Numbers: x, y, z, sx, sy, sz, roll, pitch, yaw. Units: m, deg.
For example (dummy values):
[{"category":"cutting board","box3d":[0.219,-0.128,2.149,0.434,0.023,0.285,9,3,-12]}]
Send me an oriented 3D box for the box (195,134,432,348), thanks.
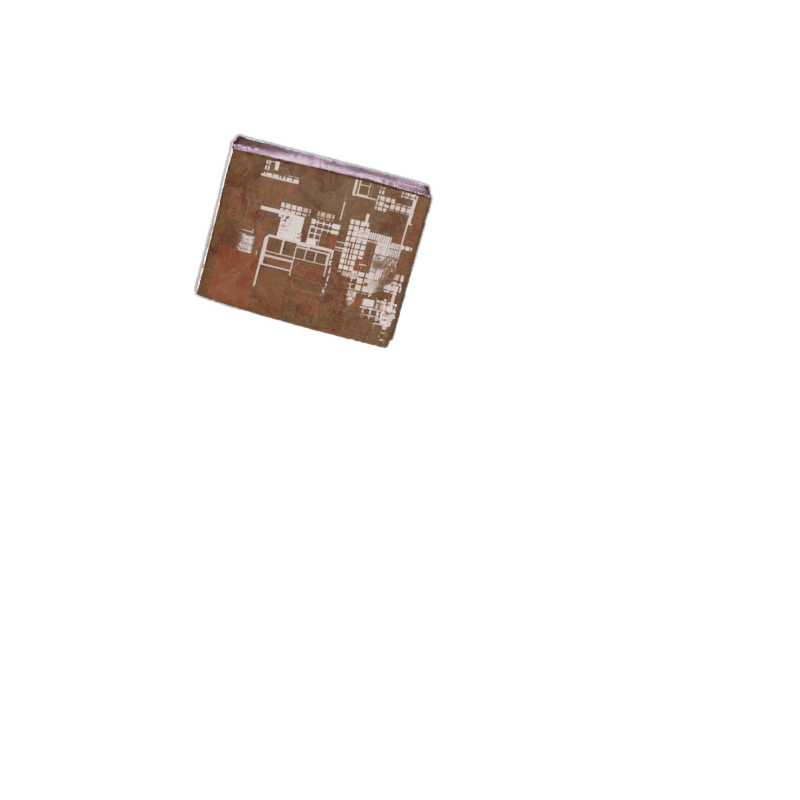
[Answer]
[{"category":"box","box3d":[-0.048,-0.087,0.610,0.113,0.087,0.040,15,15,-5]}]
